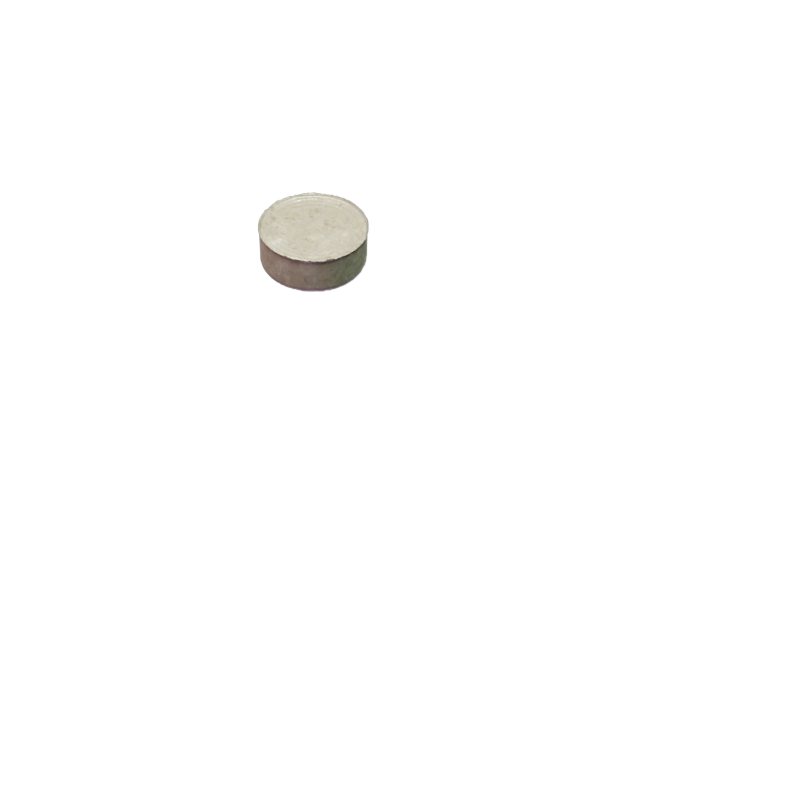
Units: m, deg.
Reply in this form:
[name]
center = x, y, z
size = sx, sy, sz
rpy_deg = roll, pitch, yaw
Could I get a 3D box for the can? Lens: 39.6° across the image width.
[can]
center = -0.068, -0.123, 0.865
size = 0.086, 0.031, 0.092
rpy_deg = -1, 43, -2
